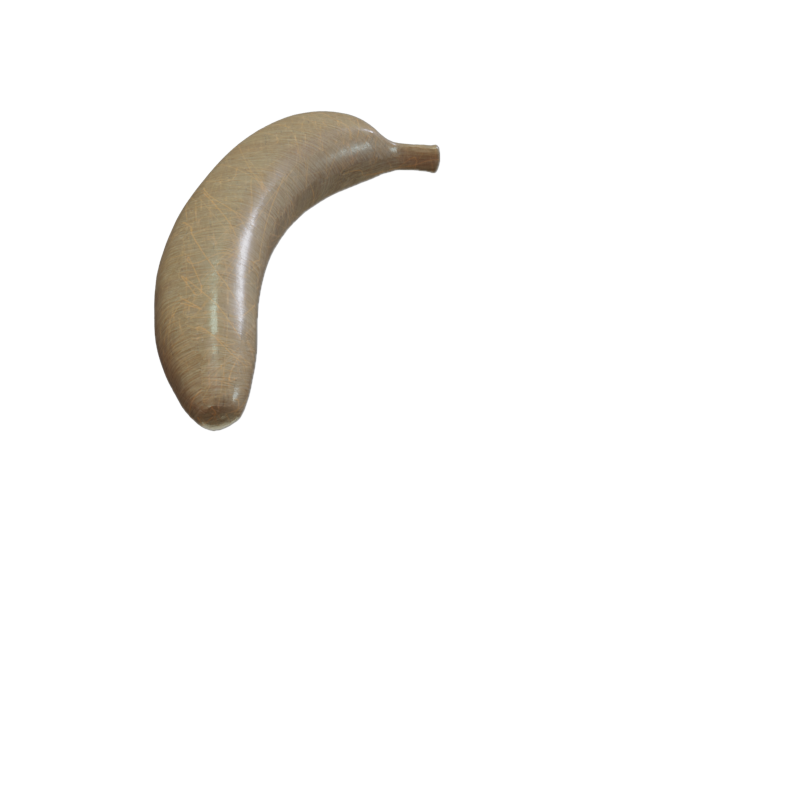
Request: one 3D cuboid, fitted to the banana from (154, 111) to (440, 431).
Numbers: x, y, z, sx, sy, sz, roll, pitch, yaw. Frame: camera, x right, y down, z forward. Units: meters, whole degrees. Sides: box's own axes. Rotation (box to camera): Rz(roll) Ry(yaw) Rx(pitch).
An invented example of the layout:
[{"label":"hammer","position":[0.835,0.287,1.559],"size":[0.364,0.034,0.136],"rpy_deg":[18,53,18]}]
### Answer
[{"label":"banana","position":[-0.048,-0.066,0.415],"size":[0.072,0.034,0.205],"rpy_deg":[14,41,16]}]
